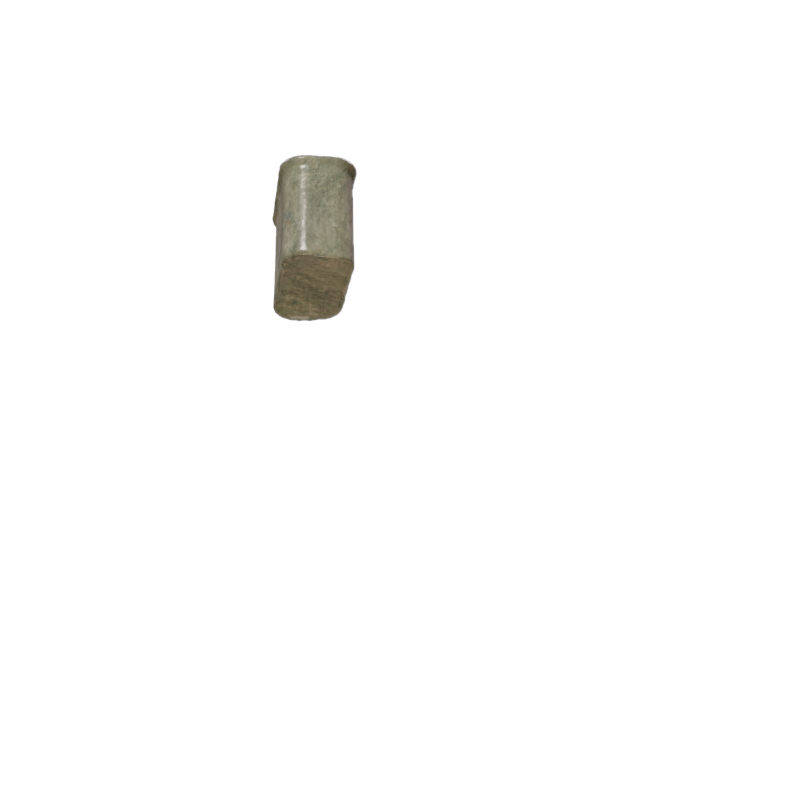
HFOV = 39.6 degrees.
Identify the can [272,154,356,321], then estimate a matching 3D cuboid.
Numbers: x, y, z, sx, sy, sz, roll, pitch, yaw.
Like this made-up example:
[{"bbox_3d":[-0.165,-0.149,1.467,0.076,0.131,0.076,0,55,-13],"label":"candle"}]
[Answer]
[{"bbox_3d":[-0.064,-0.117,0.820,0.057,0.089,0.097,3,-28,-9],"label":"can"}]
